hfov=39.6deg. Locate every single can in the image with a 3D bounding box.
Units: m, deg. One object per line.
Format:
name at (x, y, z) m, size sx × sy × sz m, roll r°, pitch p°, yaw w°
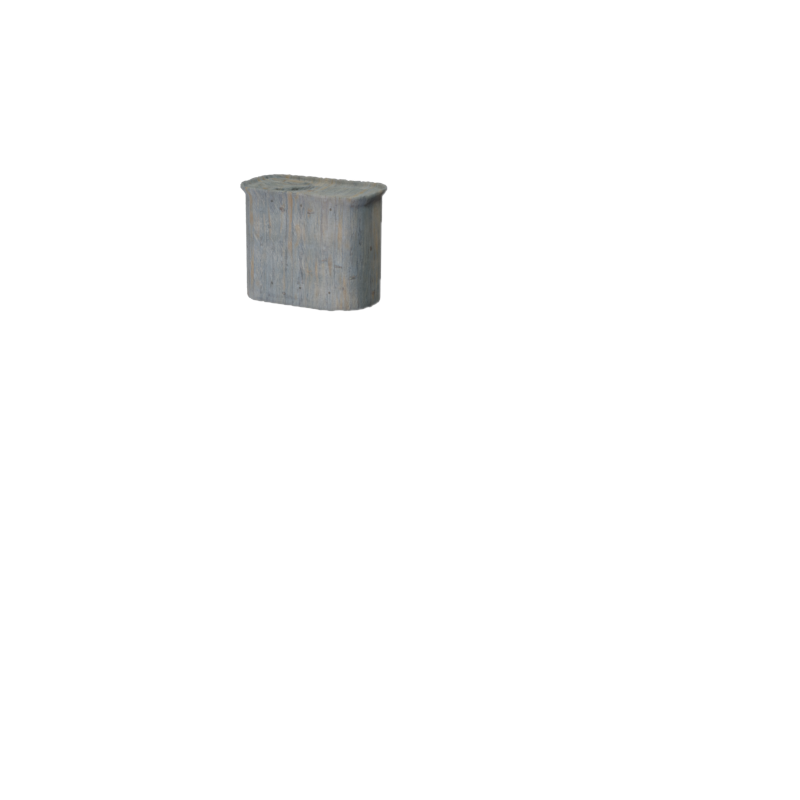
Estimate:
can at (-0.062, -0.113, 0.790) m, size 0.106 × 0.081 × 0.058 m, roll 9°, pitch 19°, yaw 24°
